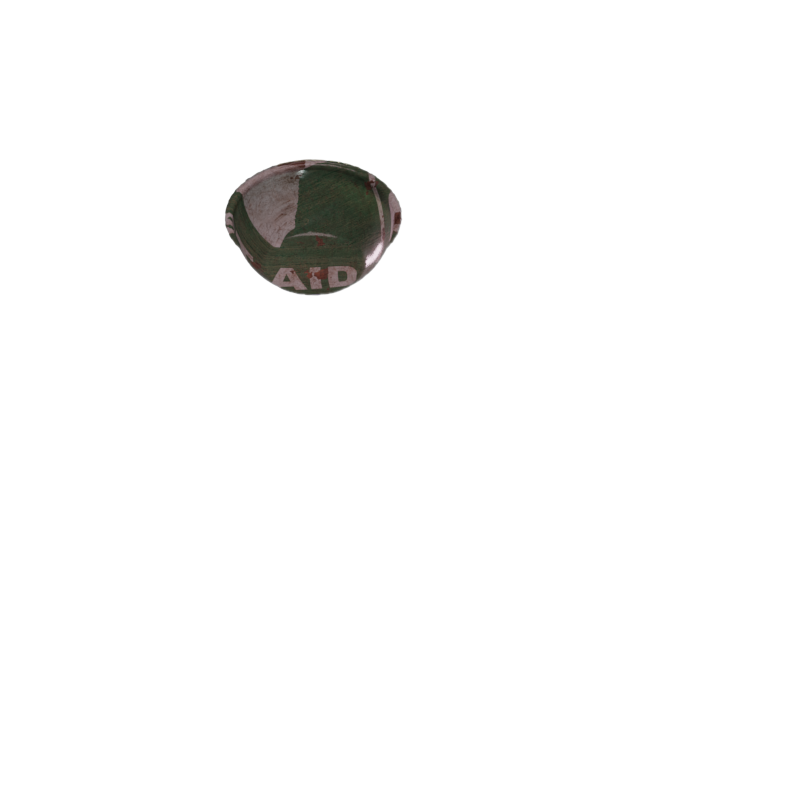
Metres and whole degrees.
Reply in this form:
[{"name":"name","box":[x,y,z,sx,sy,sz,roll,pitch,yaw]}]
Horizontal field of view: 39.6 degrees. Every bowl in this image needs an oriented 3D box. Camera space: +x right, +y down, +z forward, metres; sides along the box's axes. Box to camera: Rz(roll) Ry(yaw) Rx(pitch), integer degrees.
[{"name":"bowl","box":[-0.078,-0.142,0.996,0.162,0.059,0.152,1,-33,-2]}]
